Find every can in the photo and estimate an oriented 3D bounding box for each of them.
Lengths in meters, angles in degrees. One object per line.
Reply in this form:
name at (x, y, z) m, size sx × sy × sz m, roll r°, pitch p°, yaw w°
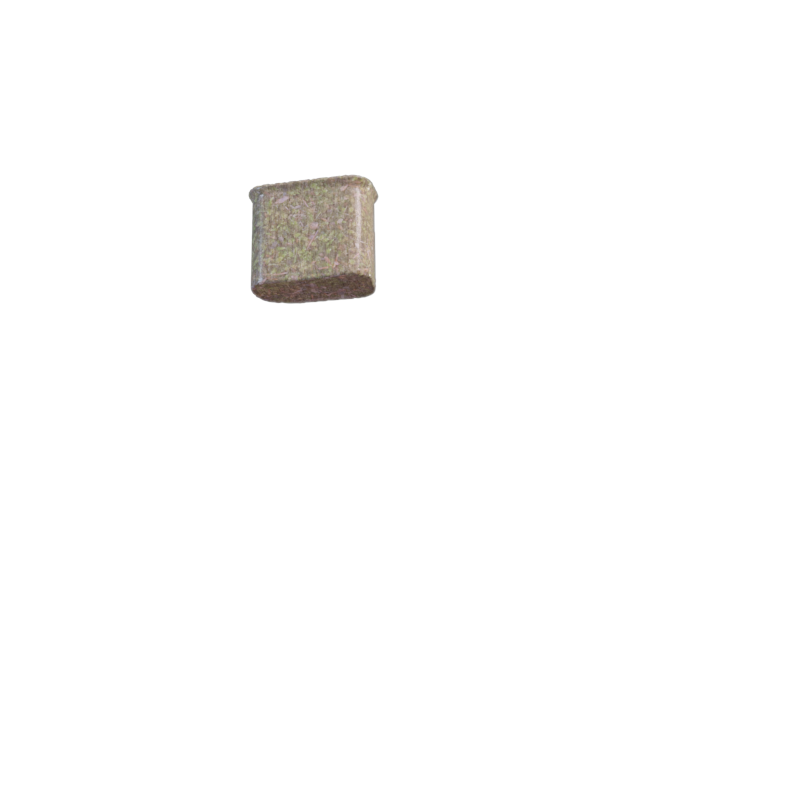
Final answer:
can at (-0.069, -0.125, 0.877) m, size 0.103 × 0.088 × 0.054 m, roll -5°, pitch -21°, yaw 12°
